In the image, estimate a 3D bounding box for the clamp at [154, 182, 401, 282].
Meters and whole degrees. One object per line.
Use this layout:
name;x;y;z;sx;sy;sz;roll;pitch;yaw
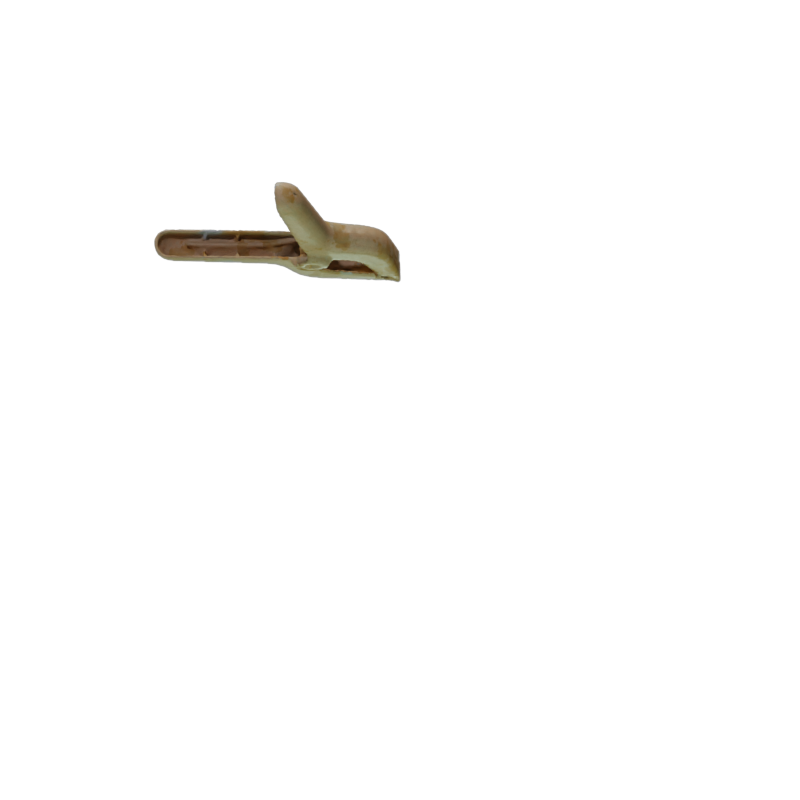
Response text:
clamp;-0.070;-0.128;0.896;0.200;0.038;0.167;7;-12;-36
